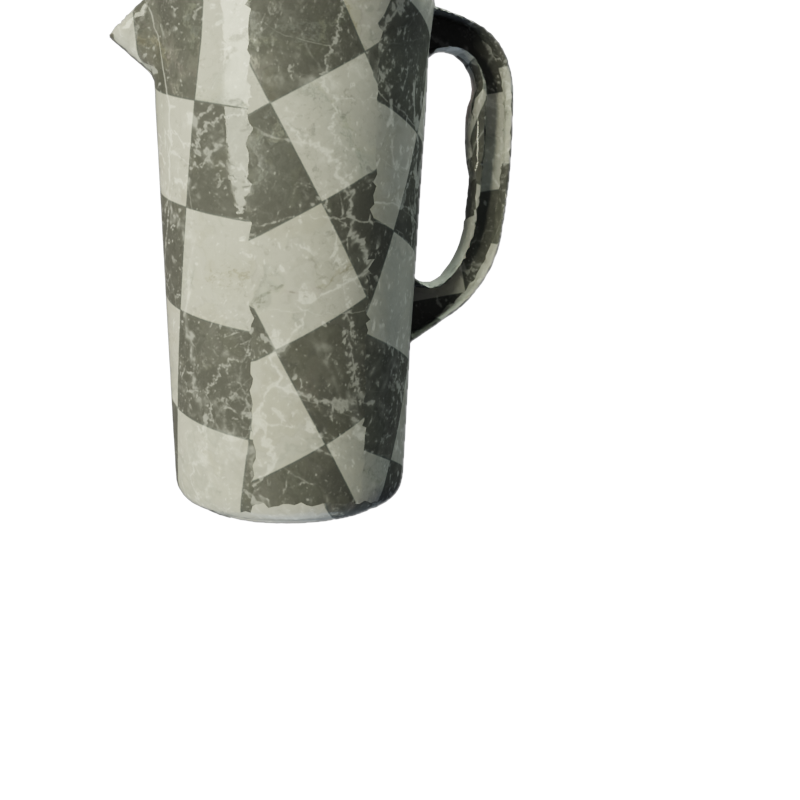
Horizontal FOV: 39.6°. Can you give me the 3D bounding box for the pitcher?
[{"bbox_3d":[-0.041,-0.075,0.524,0.155,0.241,0.141,4,6,33],"label":"pitcher"}]
